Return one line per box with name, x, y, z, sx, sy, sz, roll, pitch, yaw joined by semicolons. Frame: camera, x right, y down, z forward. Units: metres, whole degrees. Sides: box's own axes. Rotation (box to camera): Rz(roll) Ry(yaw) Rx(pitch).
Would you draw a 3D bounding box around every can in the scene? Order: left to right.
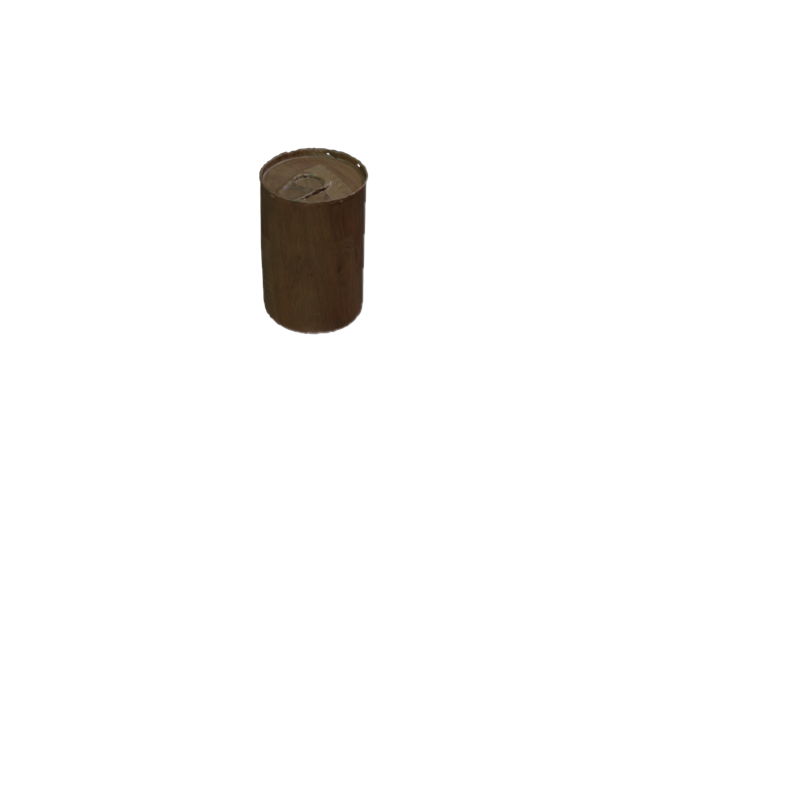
can;-0.056;-0.102;0.716;0.068;0.096;0.073;0;37;-3
